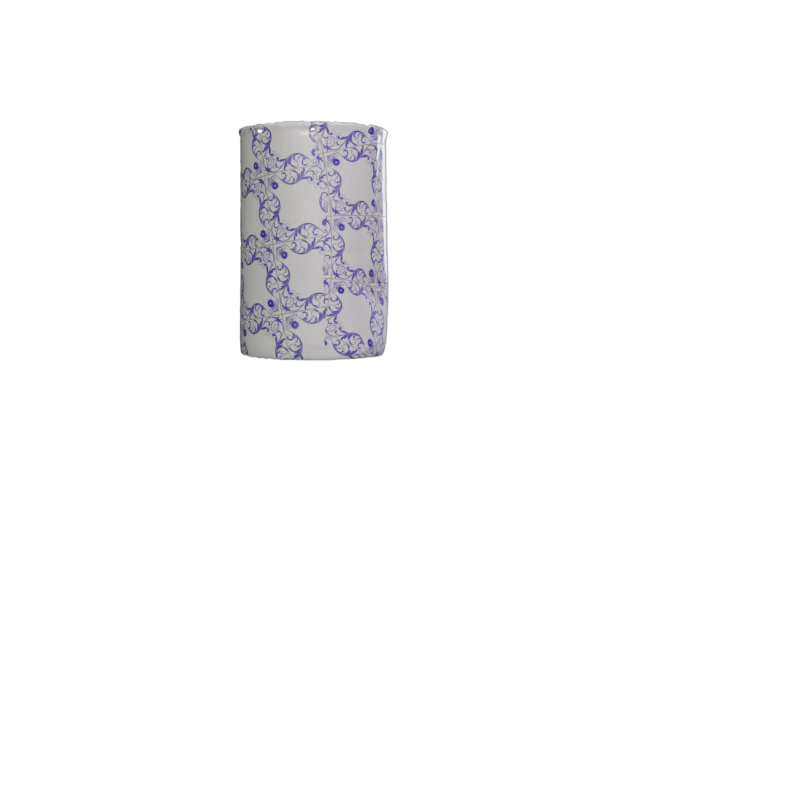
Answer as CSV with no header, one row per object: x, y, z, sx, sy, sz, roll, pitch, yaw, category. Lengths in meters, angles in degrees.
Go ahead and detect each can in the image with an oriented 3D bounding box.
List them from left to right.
-0.039,-0.072,0.503,0.068,0.102,0.069,0,2,-2,can
